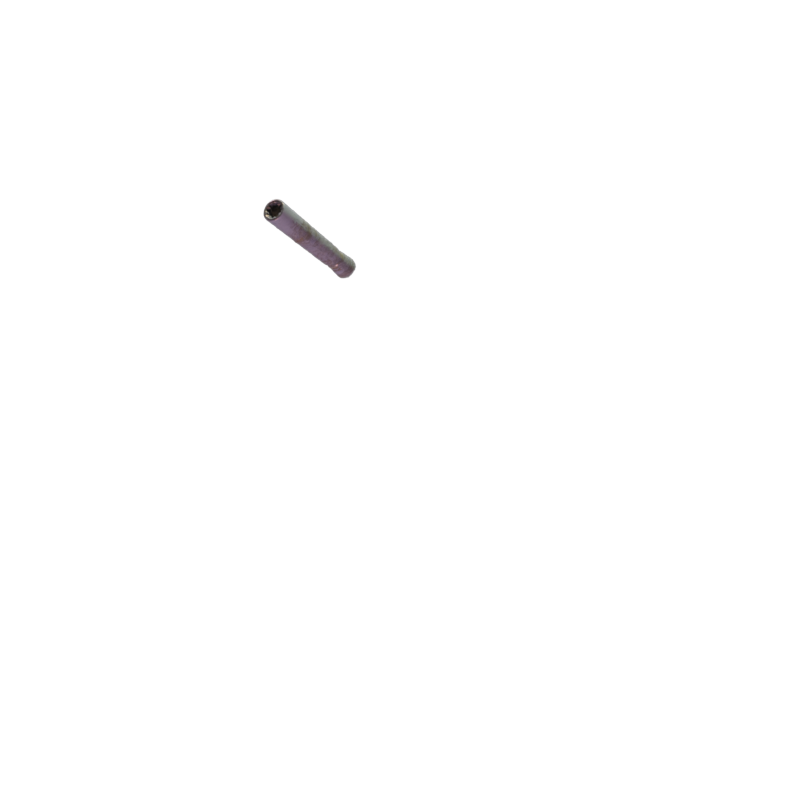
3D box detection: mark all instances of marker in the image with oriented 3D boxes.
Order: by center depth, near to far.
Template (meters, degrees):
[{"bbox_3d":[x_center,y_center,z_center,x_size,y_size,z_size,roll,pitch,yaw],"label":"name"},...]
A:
[{"bbox_3d":[-0.069,-0.126,0.883,0.020,0.020,0.113,3,-17,31],"label":"marker"}]
